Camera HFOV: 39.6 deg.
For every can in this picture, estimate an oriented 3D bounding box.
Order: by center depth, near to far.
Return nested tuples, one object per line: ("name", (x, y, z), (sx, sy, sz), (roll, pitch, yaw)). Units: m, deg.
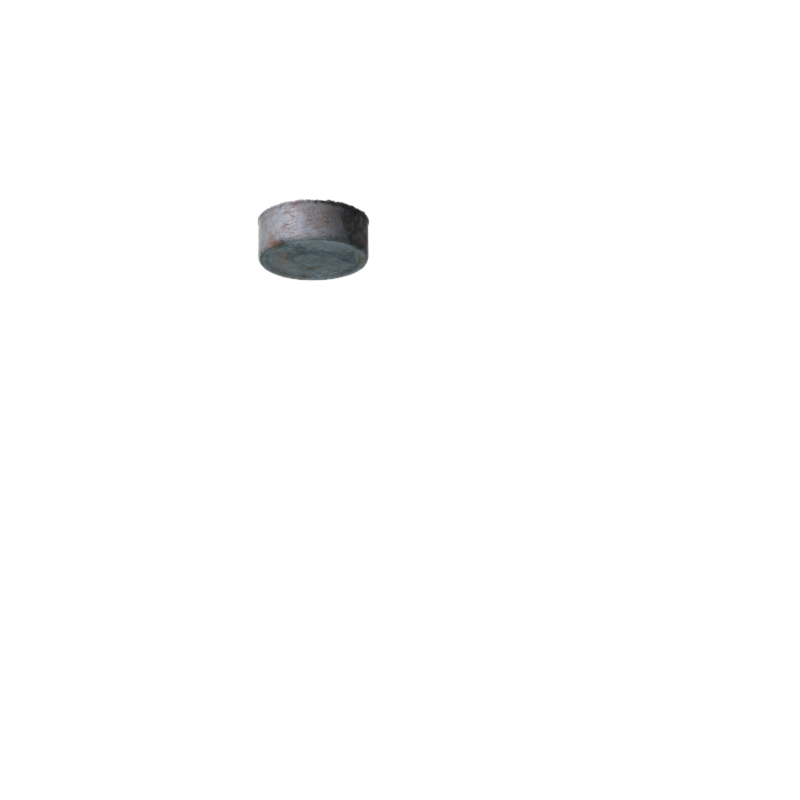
("can", (-0.066, -0.121, 0.846), (0.086, 0.035, 0.082), (0, -16, -2))
